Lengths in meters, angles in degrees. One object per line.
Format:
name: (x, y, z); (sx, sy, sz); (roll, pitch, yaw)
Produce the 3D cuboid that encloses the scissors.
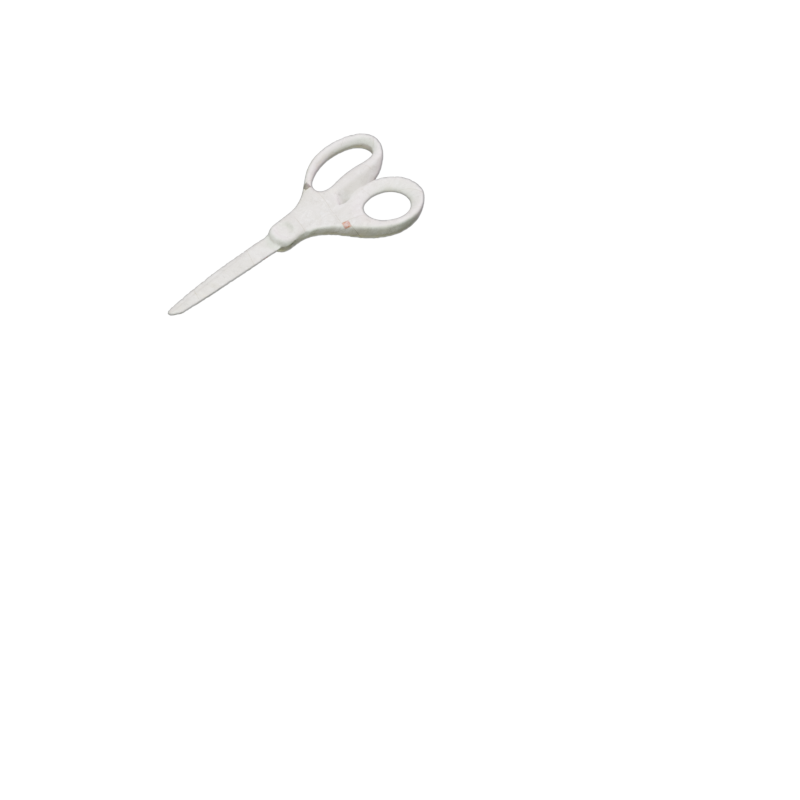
scissors: (-0.059, -0.107, 0.751); (0.100, 0.208, 0.015); (26, -31, 16)
